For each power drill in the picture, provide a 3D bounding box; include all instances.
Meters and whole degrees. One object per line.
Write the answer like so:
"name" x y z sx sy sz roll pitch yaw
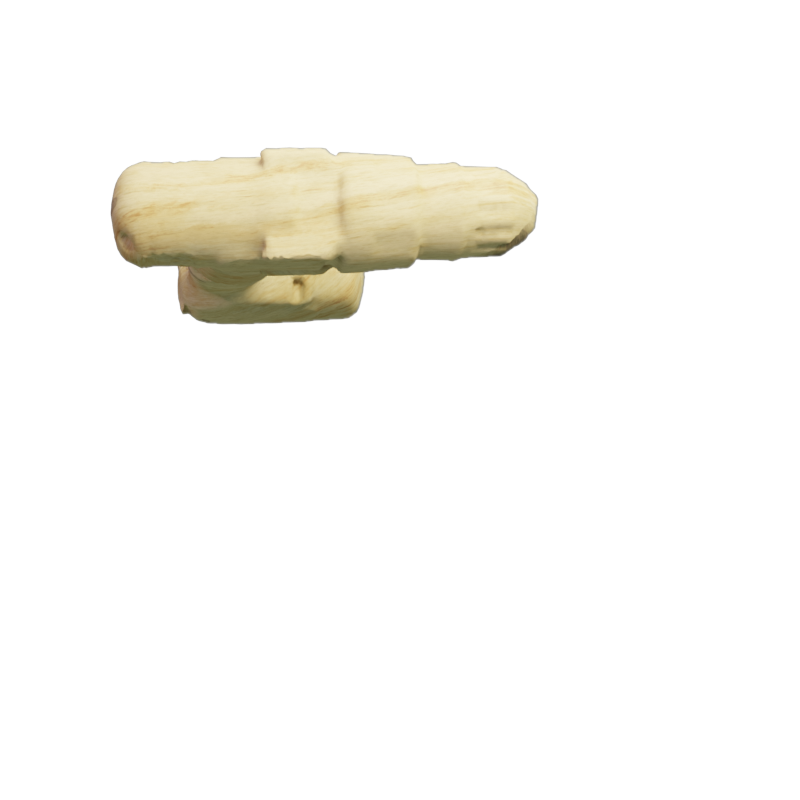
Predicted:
"power drill" -0.043 -0.078 0.547 0.183 0.059 0.185 1 -6 -7
